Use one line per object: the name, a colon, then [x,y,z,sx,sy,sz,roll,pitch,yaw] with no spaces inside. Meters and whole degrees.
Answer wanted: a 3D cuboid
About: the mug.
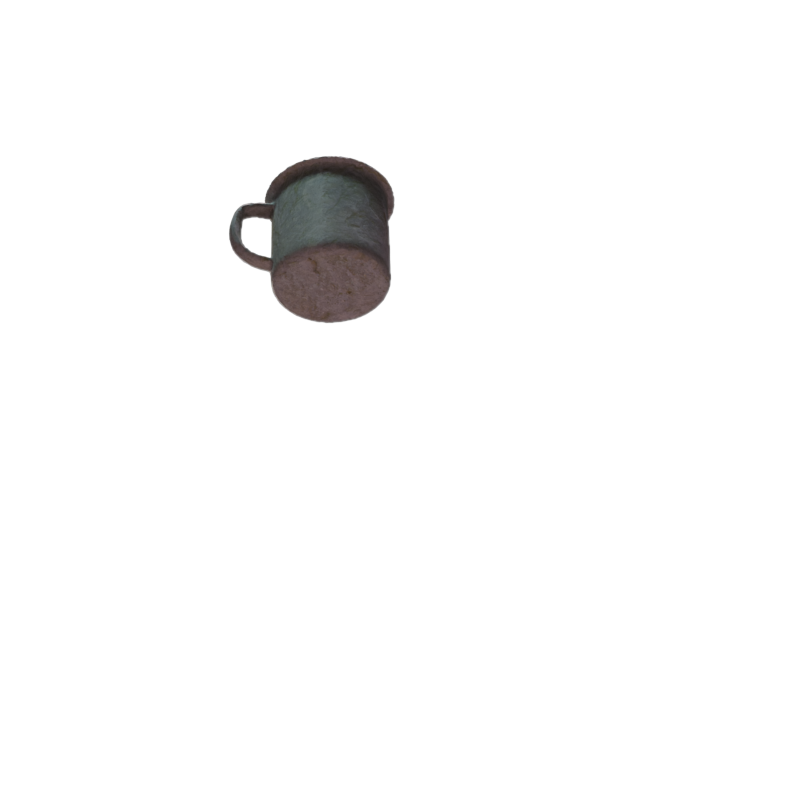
mug: [-0.060,-0.109,0.767,0.115,0.087,0.088,8,-39,-11]
